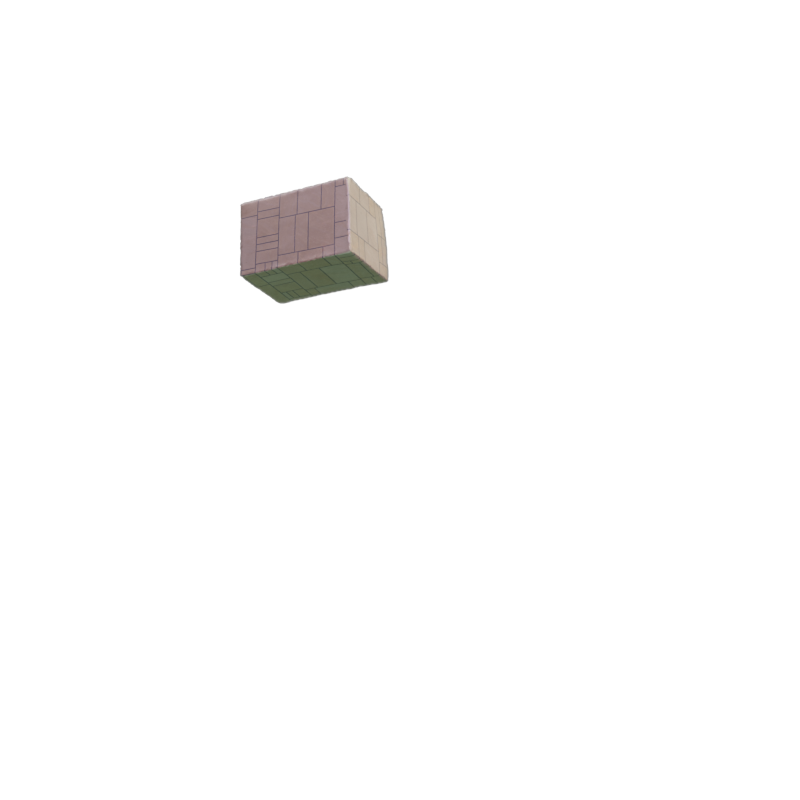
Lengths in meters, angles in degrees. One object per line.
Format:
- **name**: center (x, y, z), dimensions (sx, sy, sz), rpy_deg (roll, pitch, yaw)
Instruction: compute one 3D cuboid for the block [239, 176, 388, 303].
- **block**: center (-0.053, -0.097, 0.682), dimensions (0.079, 0.054, 0.049), rpy_deg (-10, -23, 23)
